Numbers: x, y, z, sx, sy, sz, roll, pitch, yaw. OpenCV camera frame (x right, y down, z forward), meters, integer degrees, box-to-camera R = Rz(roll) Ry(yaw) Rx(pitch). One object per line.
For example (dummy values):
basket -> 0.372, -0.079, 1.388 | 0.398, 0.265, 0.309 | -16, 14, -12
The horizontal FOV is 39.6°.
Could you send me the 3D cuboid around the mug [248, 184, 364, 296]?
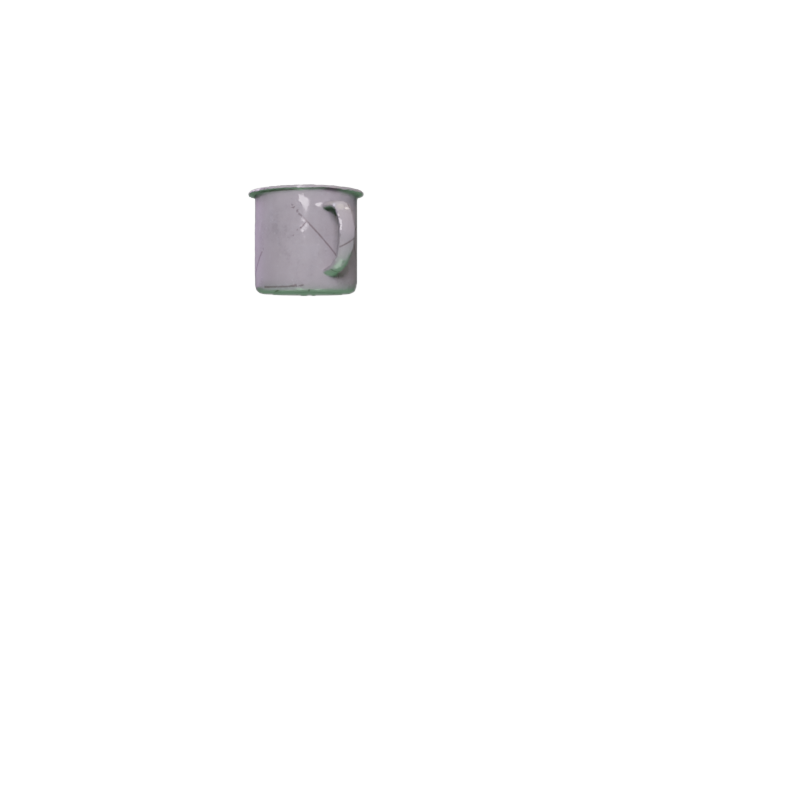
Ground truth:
mug -> -0.069, -0.125, 0.876 | 0.090, 0.082, 0.121 | 1, -1, -33
